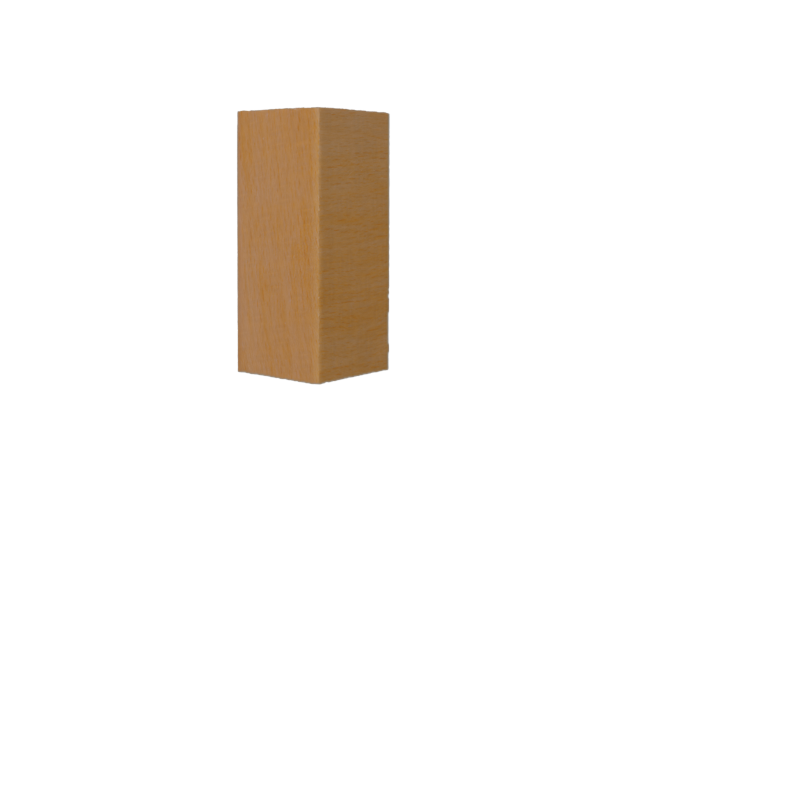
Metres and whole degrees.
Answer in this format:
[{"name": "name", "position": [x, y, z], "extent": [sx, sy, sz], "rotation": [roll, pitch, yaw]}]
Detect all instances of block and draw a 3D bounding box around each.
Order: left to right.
[{"name": "block", "position": [-0.069, -0.126, 0.880], "extent": [0.094, 0.204, 0.088], "rotation": [4, 6, 38]}]
